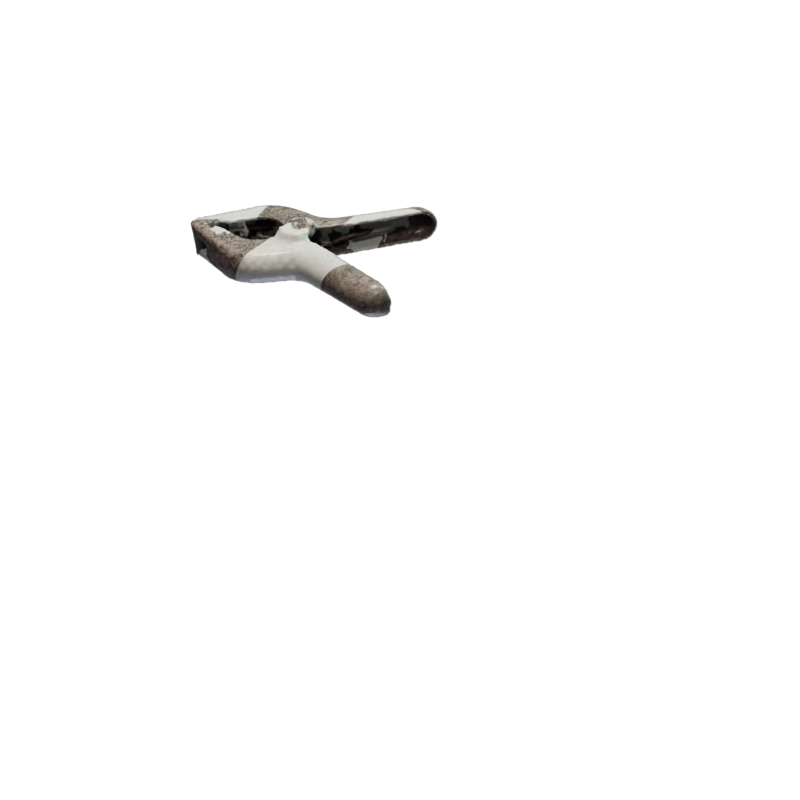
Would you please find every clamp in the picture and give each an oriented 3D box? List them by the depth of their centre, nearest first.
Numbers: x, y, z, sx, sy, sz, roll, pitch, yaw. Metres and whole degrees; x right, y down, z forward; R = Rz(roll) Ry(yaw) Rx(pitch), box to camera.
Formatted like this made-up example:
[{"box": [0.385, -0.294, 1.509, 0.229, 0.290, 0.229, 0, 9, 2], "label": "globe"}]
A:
[{"box": [-0.061, -0.111, 0.776, 0.179, 0.037, 0.122, 16, 35, 24], "label": "clamp"}]
